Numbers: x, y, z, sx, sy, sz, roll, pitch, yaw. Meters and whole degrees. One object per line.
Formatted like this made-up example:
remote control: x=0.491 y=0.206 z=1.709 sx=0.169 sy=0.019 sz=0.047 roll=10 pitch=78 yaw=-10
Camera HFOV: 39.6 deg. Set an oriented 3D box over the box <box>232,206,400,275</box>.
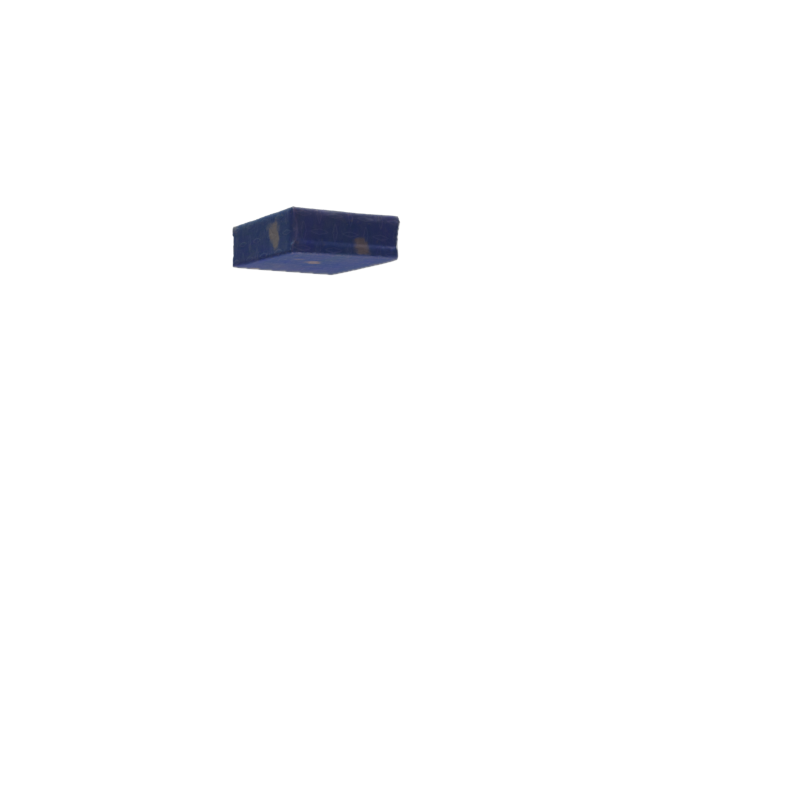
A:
box: x=-0.053 y=-0.098 z=0.683 sx=0.070 sy=0.031 sz=0.091 roll=1 pitch=-2 yaw=-29
